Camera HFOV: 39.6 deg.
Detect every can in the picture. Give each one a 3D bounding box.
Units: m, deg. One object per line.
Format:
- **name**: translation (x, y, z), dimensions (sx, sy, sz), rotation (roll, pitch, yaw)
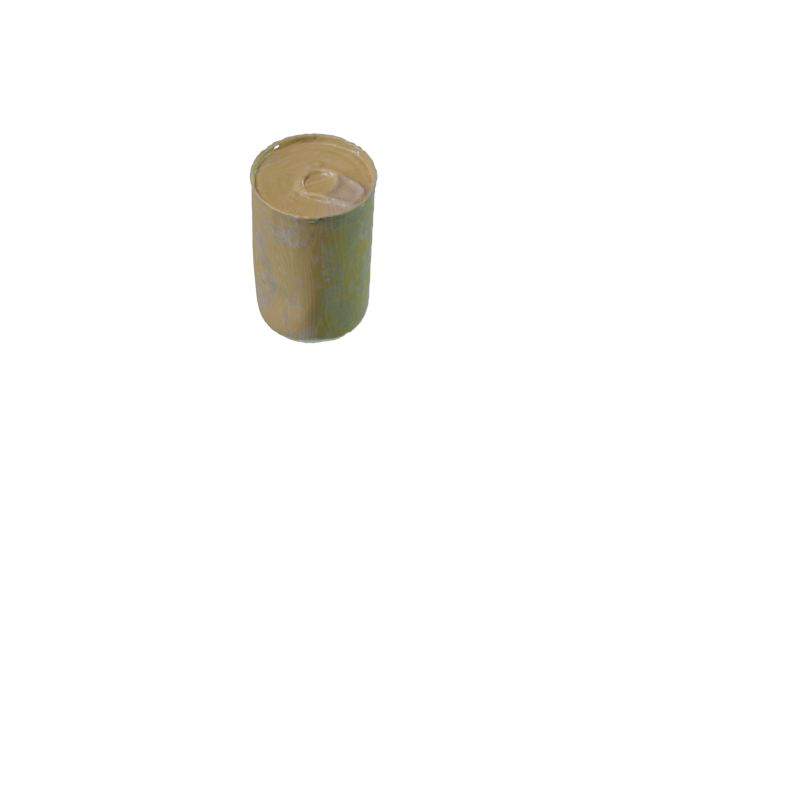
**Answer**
- **can**: translation (-0.049, -0.089, 0.623), dimensions (0.068, 0.074, 0.095), rotation (0, -42, -3)
